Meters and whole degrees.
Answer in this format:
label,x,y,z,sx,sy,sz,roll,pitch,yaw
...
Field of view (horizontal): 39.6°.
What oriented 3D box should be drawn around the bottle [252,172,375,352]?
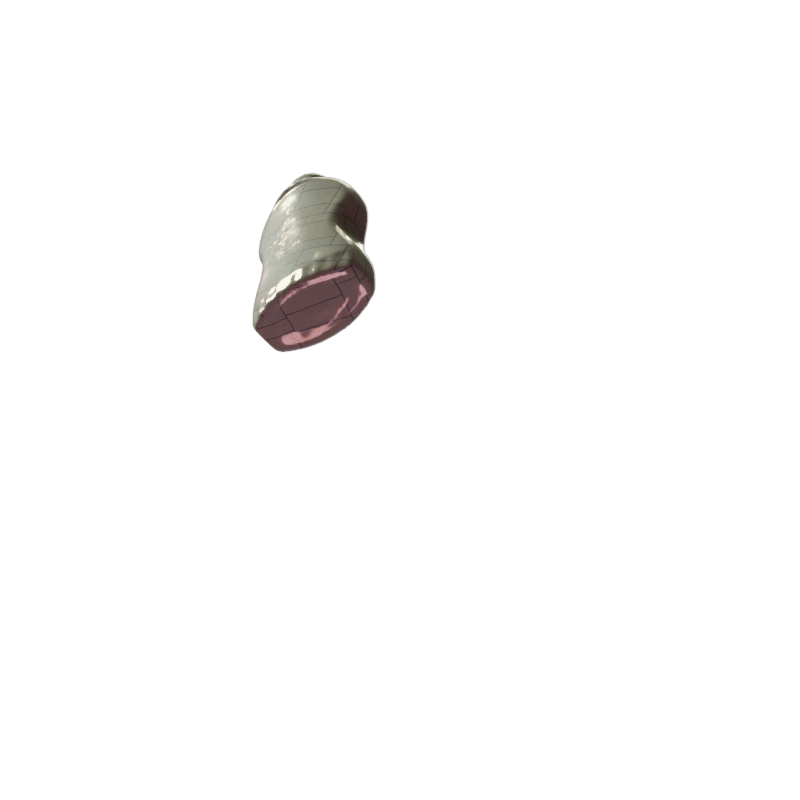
label,x,y,z,sx,sy,sz,roll,pitch,yaw
bottle,-0.070,-0.127,0.886,0.095,0.205,0.055,-33,-57,20
